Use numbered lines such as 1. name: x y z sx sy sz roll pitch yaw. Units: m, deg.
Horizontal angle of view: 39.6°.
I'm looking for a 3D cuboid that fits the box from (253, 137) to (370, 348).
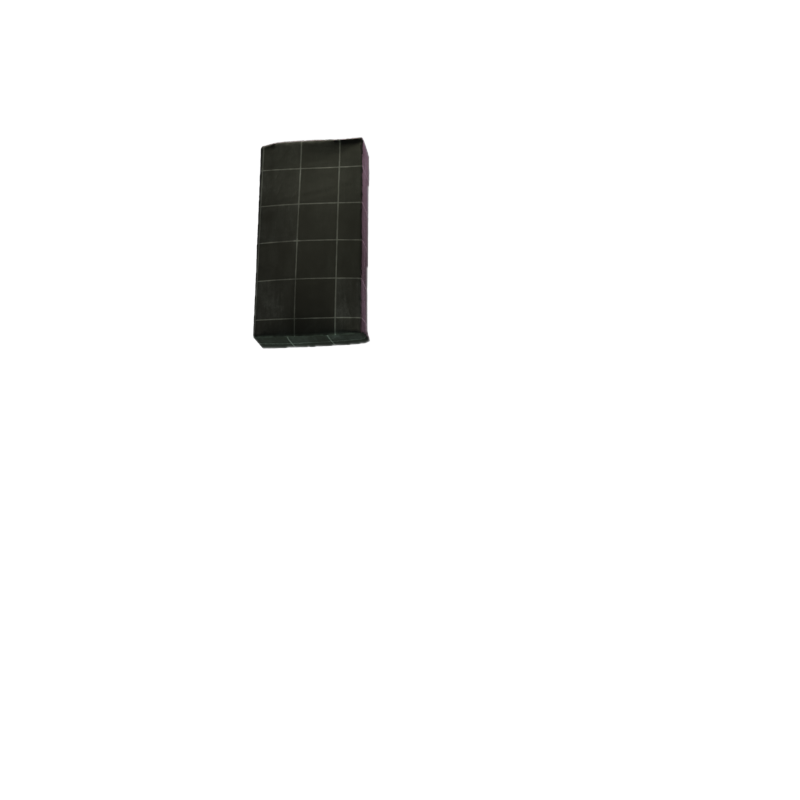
1. box: -0.074 -0.134 0.941 0.094 0.184 0.046 -4 -17 9
